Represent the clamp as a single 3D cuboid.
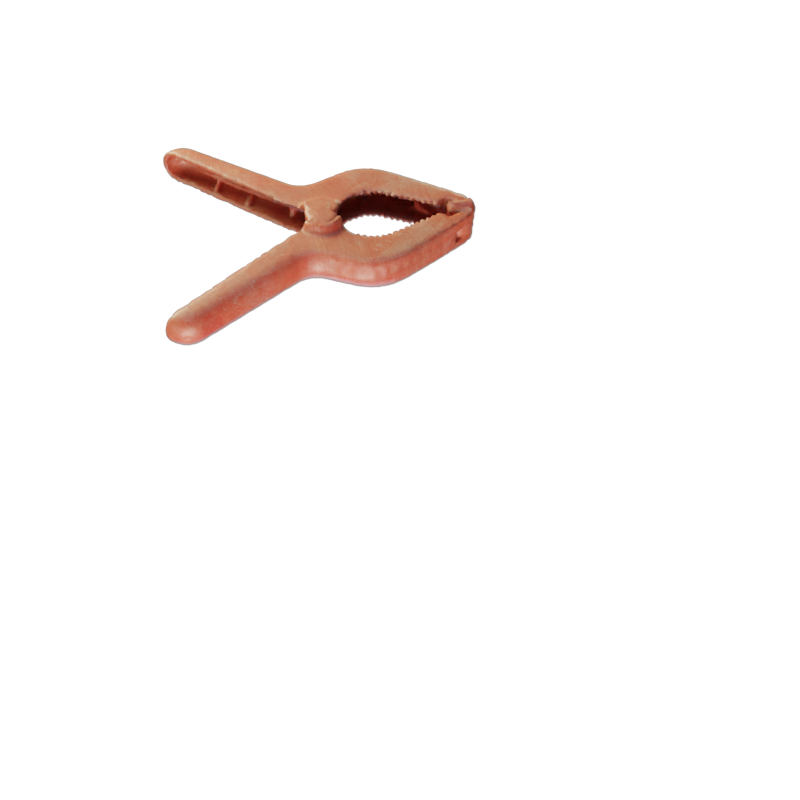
[{"bbox_3d":[-0.056,-0.102,0.715,0.210,0.176,0.034,0,-39,0],"label":"clamp"}]
